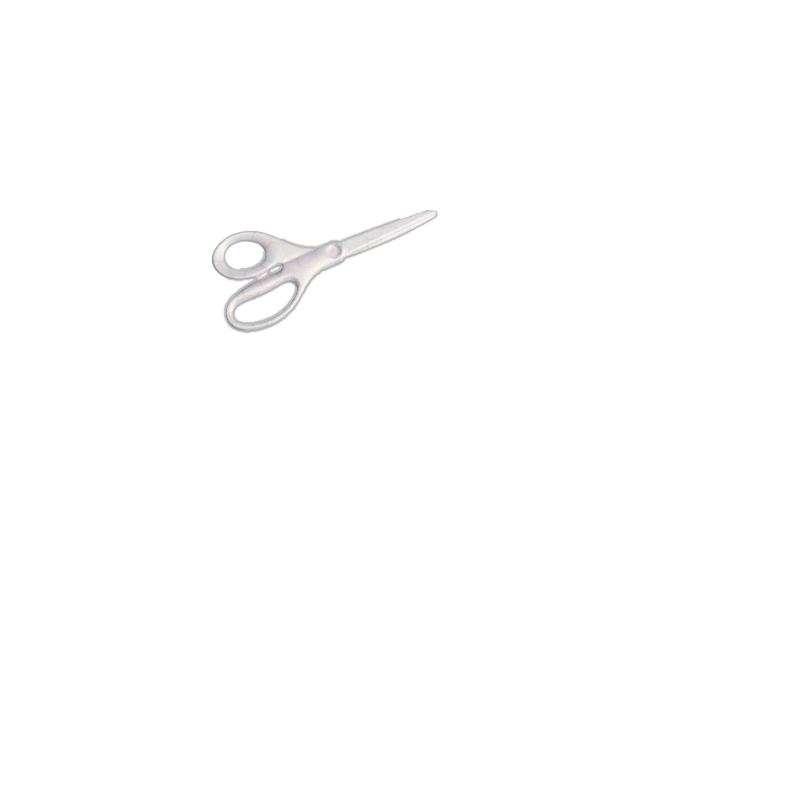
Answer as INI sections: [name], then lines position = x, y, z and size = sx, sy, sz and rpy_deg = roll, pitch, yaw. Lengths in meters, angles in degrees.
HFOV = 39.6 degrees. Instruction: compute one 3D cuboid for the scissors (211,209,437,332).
[scissors]
position = -0.074, -0.136, 0.951
size = 0.203, 0.100, 0.015
rpy_deg = -38, -16, -13
